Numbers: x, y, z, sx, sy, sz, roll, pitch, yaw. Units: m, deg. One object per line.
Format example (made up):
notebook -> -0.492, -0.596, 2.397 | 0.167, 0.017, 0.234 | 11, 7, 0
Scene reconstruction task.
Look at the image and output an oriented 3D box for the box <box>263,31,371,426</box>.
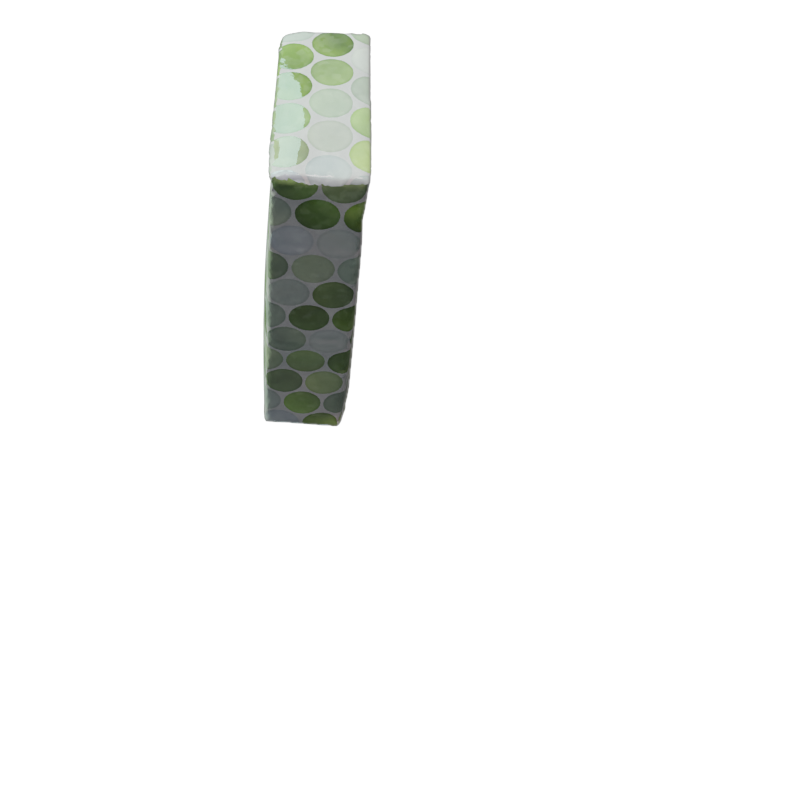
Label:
box -> -0.041, -0.074, 0.514 | 0.048, 0.100, 0.164 | 2, -38, -3
